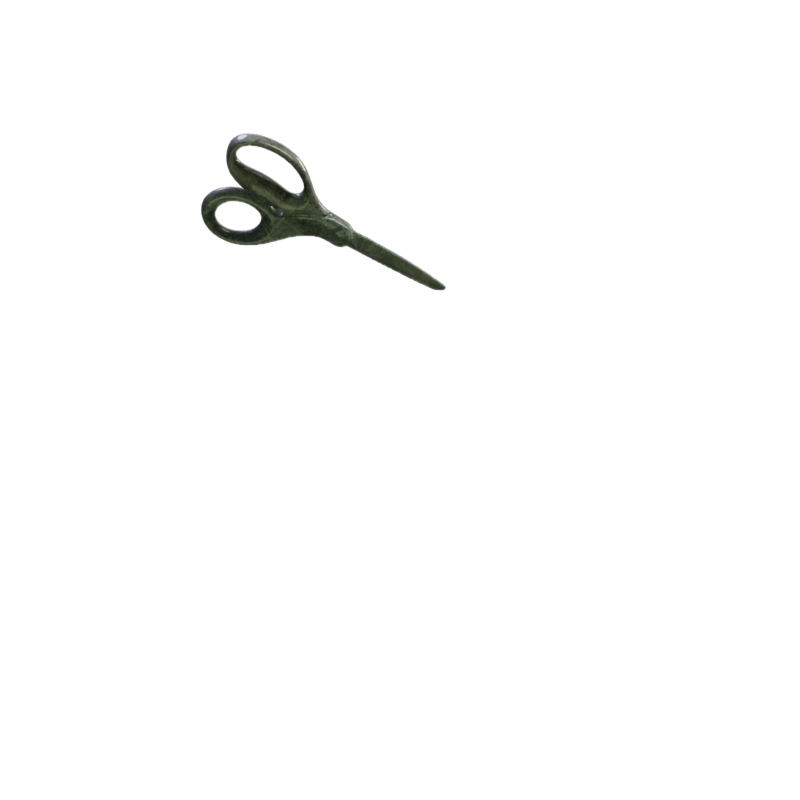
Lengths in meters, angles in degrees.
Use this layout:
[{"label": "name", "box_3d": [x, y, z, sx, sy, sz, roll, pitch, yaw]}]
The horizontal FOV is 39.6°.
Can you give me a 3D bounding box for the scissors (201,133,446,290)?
[{"label": "scissors", "box_3d": [-0.065, -0.119, 0.832, 0.095, 0.190, 0.017, -37, 27, 23]}]
